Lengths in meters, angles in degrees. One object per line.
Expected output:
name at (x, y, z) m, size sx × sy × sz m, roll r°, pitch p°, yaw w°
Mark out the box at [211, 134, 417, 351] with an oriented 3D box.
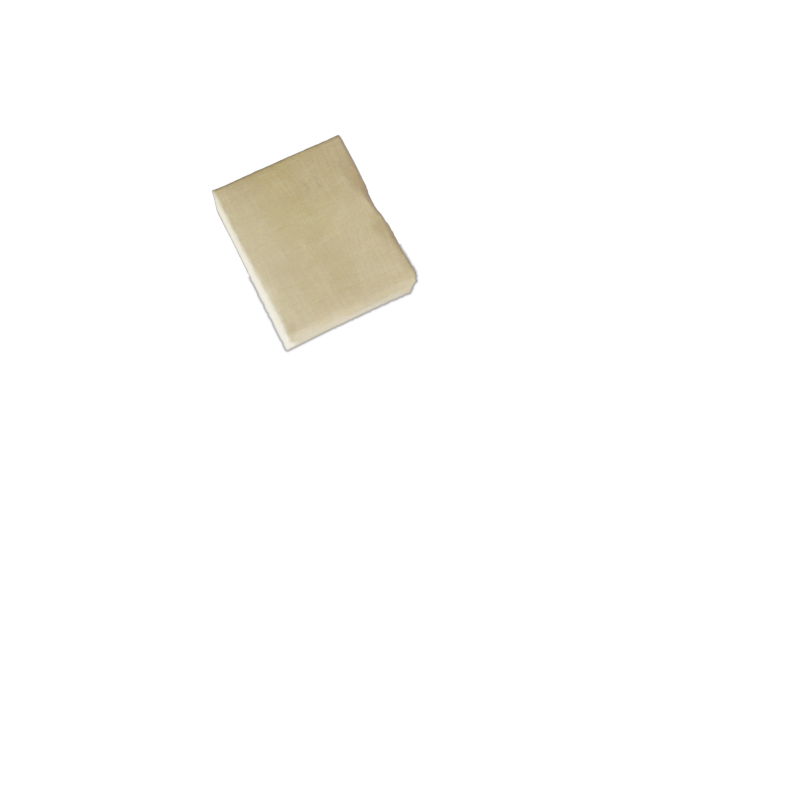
box at (-0.044, -0.080, 0.563) m, size 0.073 × 0.093 × 0.029 m, roll -25°, pitch -17°, yaw -9°
